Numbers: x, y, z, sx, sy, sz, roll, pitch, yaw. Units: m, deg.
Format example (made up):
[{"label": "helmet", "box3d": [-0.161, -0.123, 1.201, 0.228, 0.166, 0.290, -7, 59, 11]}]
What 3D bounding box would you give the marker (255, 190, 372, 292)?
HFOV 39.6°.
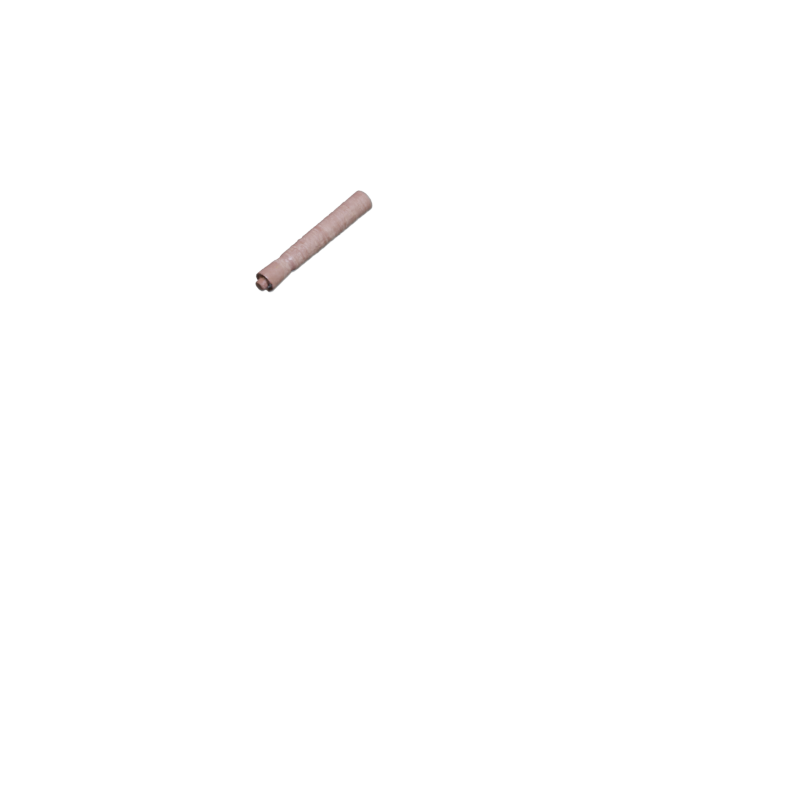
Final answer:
[{"label": "marker", "box3d": [-0.069, -0.125, 0.875, 0.123, 0.019, 0.021, -44, 26, -26]}]
